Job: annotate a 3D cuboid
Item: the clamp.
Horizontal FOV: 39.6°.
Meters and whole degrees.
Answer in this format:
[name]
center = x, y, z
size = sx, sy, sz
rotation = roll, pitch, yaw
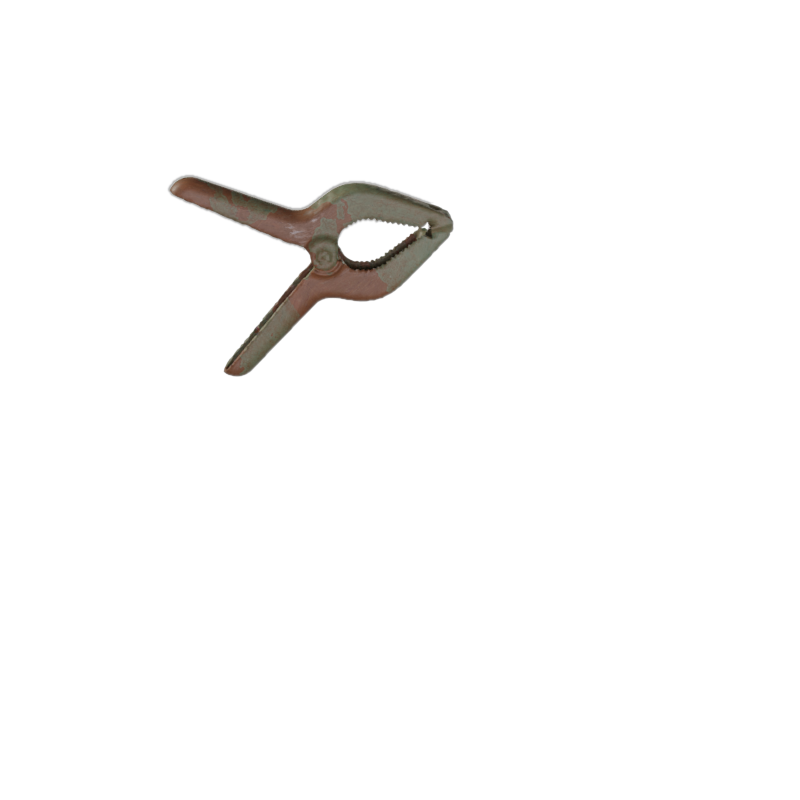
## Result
[clamp]
center = -0.067, -0.121, 0.850
size = 0.210, 0.157, 0.038
rotation = -20, 18, 6
